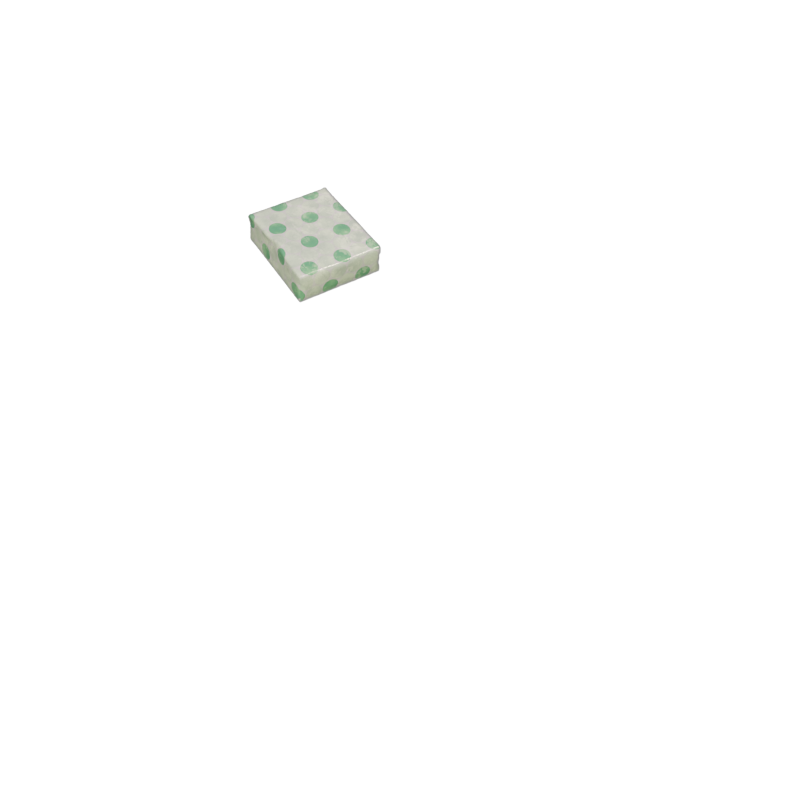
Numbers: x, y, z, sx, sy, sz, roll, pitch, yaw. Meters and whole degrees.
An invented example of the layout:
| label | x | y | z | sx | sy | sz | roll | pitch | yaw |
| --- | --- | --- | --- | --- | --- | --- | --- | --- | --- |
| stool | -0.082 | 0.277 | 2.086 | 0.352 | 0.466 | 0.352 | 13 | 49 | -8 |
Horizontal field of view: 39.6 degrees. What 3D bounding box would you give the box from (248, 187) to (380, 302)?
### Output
| label | x | y | z | sx | sy | sz | roll | pitch | yaw |
| --- | --- | --- | --- | --- | --- | --- | --- | --- | --- |
| box | -0.069 | -0.126 | 0.884 | 0.072 | 0.028 | 0.096 | -23 | 50 | -21 |
